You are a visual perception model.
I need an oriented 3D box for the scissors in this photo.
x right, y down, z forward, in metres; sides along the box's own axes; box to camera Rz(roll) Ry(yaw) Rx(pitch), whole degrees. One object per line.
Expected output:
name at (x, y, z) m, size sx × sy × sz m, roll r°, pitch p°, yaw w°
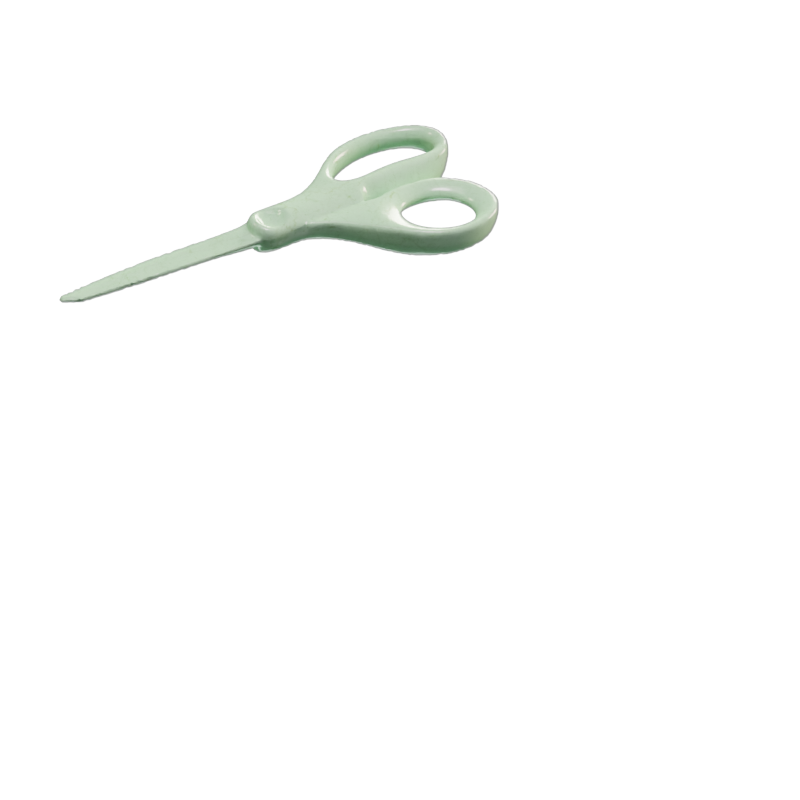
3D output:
scissors at (-0.038, -0.069, 0.483) m, size 0.102 × 0.015 × 0.203 m, roll 31°, pitch 51°, yaw 29°
